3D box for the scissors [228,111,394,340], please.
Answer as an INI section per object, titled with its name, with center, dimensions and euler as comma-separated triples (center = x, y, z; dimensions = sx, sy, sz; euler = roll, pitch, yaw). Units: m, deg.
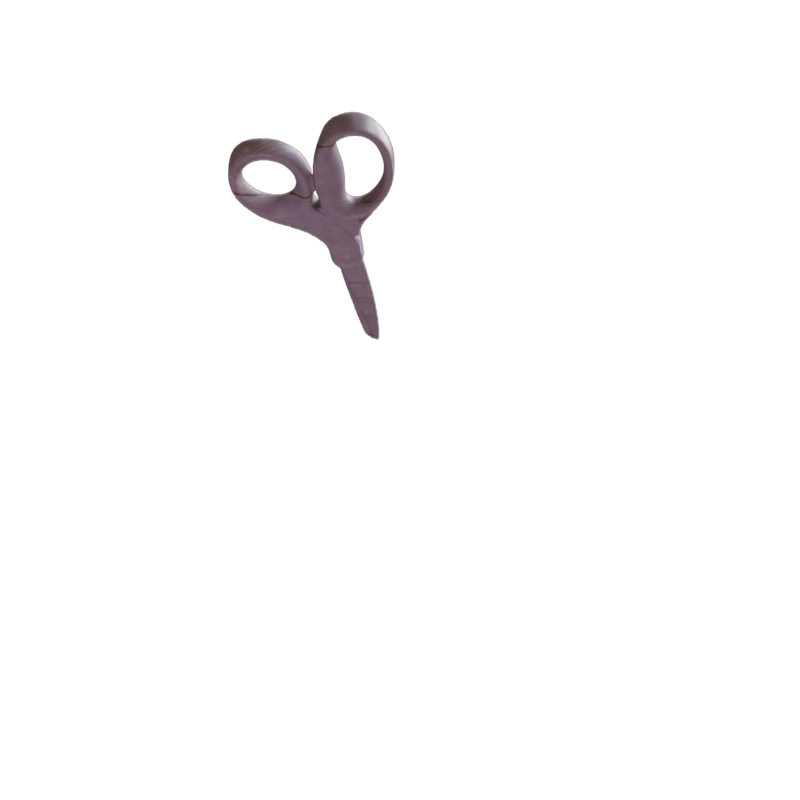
[scissors]
center = -0.049, -0.090, 0.628
dimensions = 0.096, 0.017, 0.190
euler = 3, -32, -6
